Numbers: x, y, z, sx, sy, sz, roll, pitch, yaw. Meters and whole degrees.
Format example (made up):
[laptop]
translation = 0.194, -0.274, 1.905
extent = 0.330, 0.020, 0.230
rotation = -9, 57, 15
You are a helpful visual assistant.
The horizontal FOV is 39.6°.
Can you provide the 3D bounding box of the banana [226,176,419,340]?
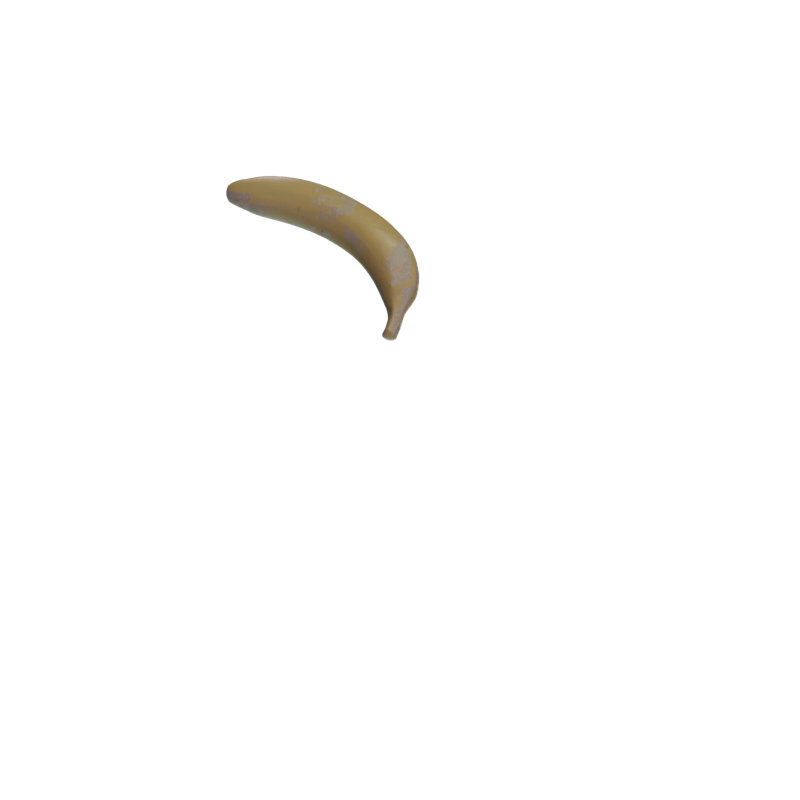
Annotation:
[banana]
translation = -0.049, -0.127, 0.843
extent = 0.070, 0.034, 0.212
rotation = -32, 55, -26
